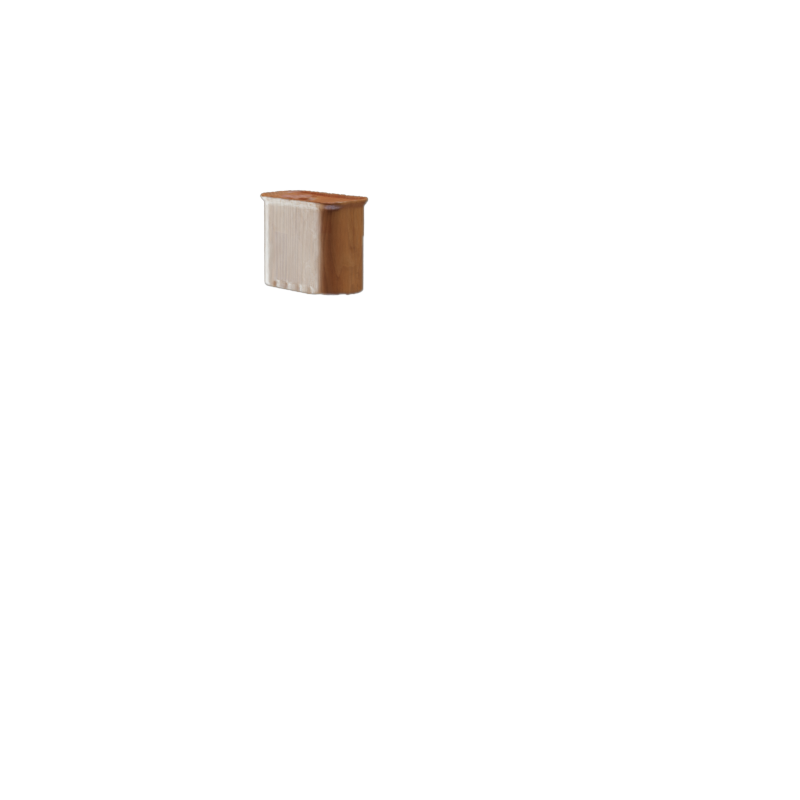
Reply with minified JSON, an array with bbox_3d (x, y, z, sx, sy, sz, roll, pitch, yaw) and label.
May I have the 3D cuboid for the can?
[{"bbox_3d":[-0.078,-0.142,0.993,0.107,0.082,0.056,13,17,42],"label":"can"}]
